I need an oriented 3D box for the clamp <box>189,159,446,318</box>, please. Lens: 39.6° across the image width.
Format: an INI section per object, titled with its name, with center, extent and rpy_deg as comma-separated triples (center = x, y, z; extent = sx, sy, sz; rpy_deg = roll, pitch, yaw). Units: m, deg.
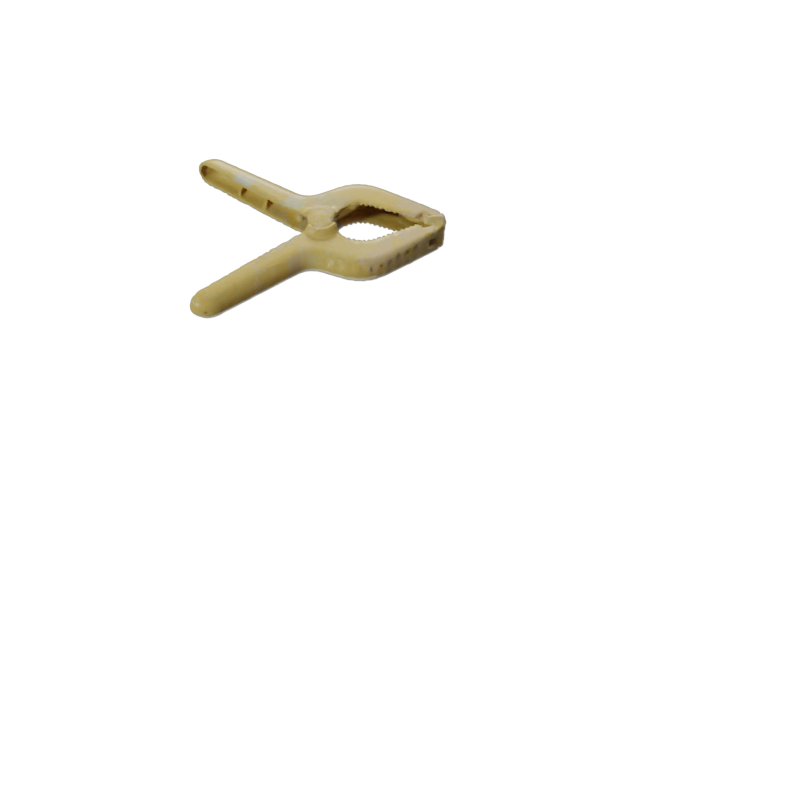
[clamp]
center = -0.070, -0.127, 0.890
extent = 0.211, 0.176, 0.034
rpy_deg = 3, -38, 3
